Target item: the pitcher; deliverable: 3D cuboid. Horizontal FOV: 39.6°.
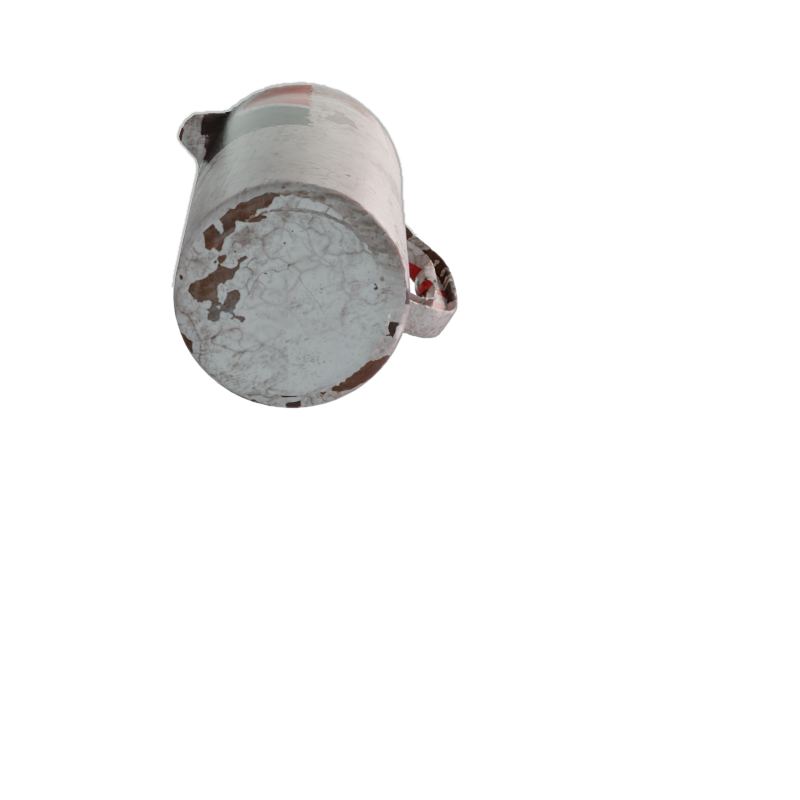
[{"bbox_3d":[-0.048,-0.087,0.609,0.149,0.138,0.255,-12,22,2],"label":"pitcher"}]
